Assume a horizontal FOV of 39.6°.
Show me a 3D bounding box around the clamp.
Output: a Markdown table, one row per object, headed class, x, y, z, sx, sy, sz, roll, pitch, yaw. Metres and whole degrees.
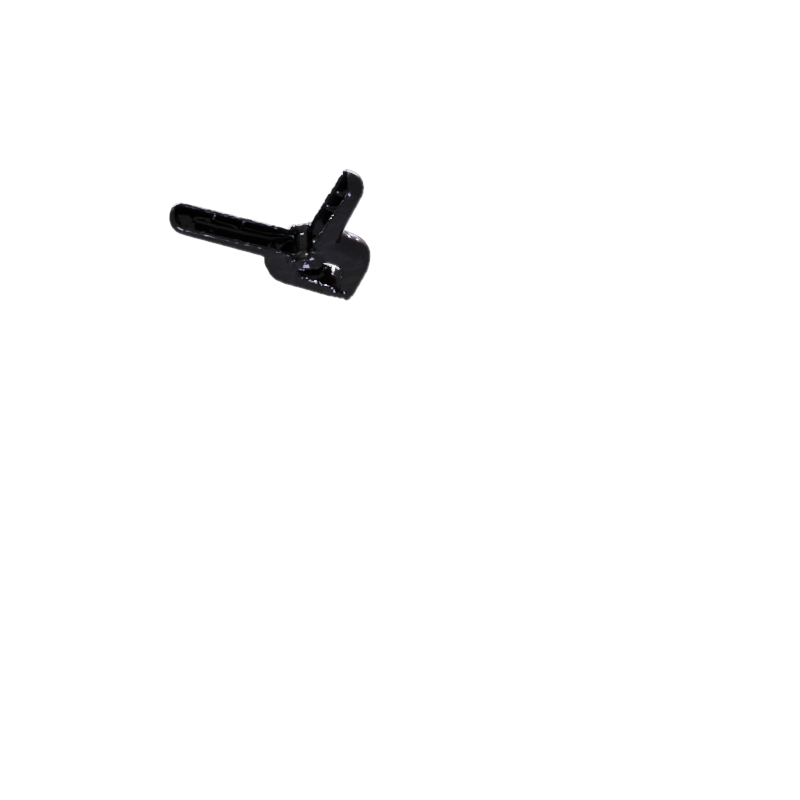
| class | x | y | z | sx | sy | sz | roll | pitch | yaw |
| --- | --- | --- | --- | --- | --- | --- | --- | --- | --- |
| clamp | -0.074 | -0.135 | 0.949 | 0.168 | 0.038 | 0.196 | -9 | -20 | 25 |
